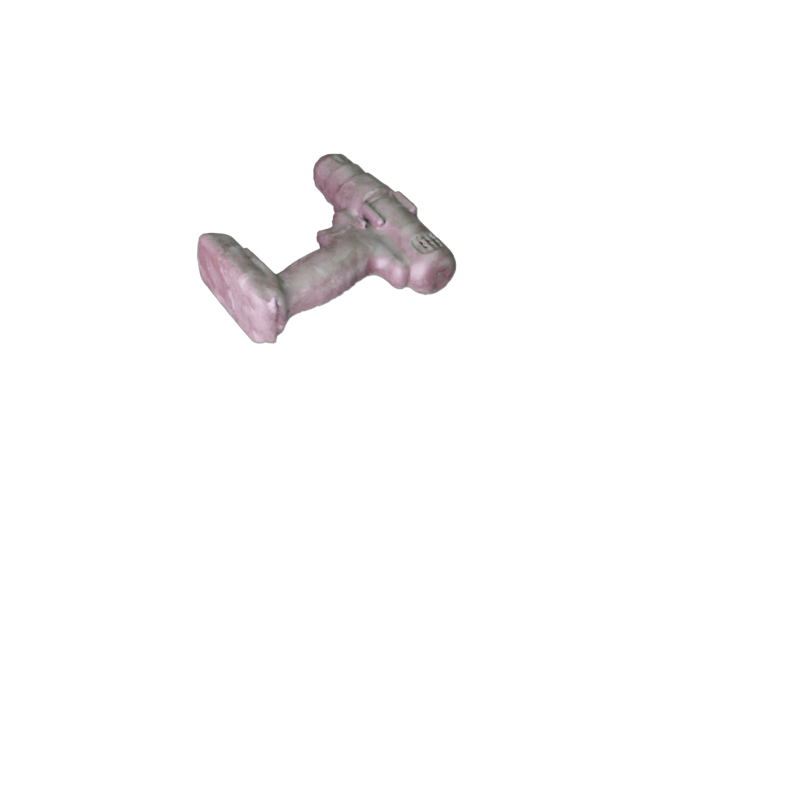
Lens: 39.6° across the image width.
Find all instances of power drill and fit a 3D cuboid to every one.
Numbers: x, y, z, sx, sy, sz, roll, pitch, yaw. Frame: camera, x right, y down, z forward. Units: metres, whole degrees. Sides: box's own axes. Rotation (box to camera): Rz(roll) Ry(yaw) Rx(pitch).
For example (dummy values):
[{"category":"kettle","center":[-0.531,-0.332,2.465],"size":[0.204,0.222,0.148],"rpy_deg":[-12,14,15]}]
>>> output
[{"category":"power drill","center":[-0.074,-0.134,0.941],"size":[0.186,0.053,0.199],"rpy_deg":[-25,50,-24]}]
